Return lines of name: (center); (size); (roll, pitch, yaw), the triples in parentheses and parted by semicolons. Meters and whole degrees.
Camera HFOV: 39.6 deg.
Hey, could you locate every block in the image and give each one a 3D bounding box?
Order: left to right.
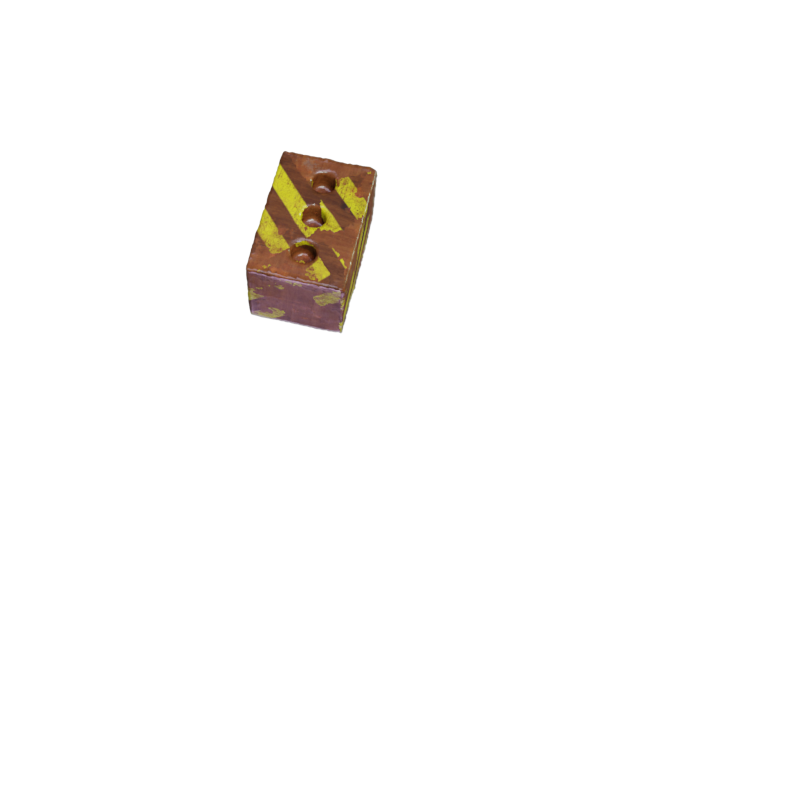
block: (-0.046, -0.084, 0.587); (0.053, 0.082, 0.048); (11, -28, 4)
